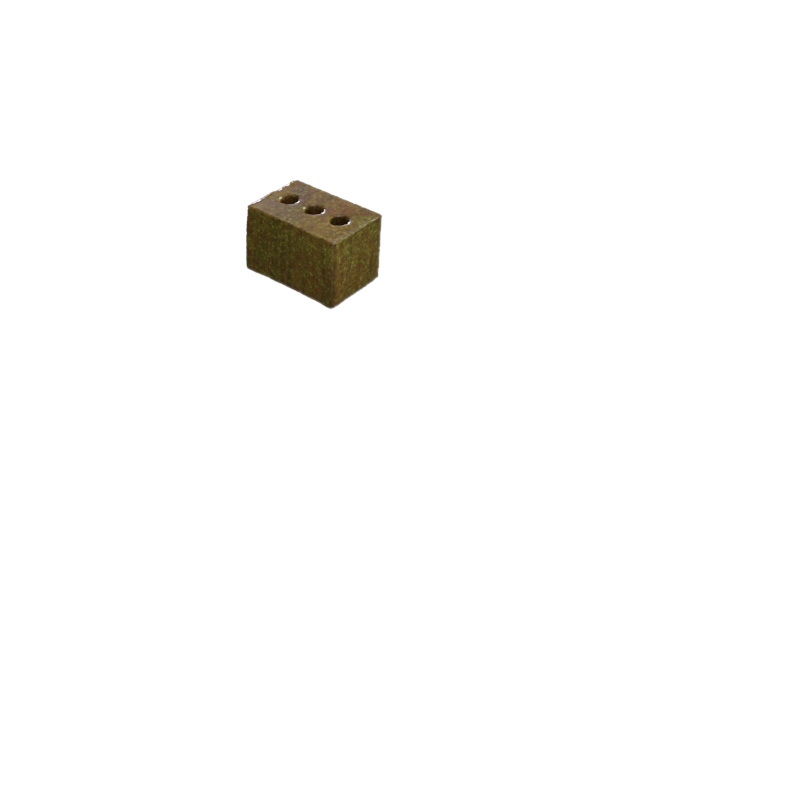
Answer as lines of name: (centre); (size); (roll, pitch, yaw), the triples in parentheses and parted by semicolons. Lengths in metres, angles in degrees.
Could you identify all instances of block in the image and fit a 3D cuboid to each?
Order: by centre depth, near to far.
block: (-0.058, -0.106, 0.743); (0.083, 0.048, 0.053); (26, 42, 30)
